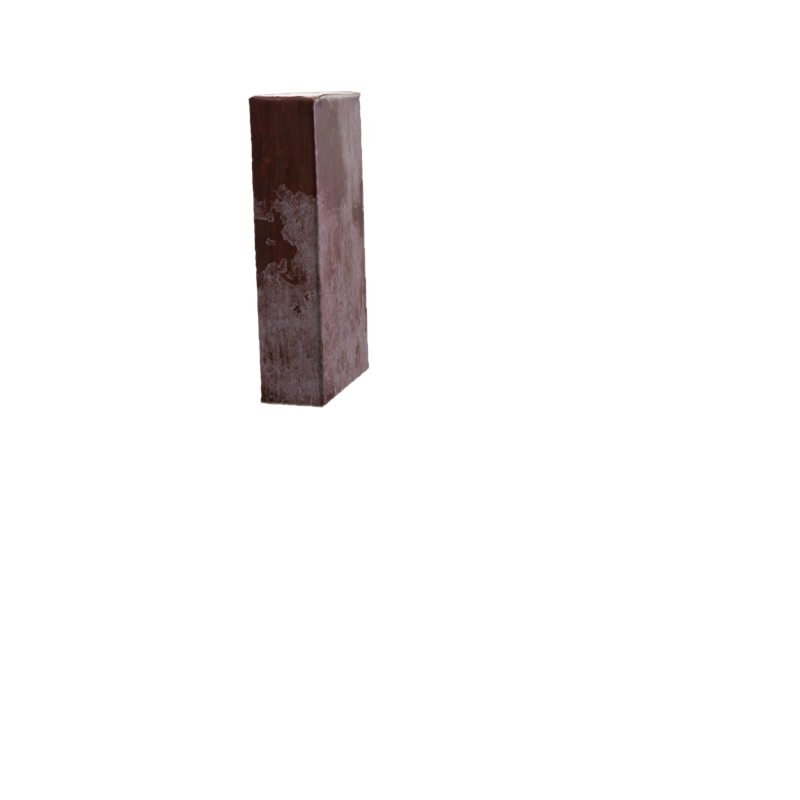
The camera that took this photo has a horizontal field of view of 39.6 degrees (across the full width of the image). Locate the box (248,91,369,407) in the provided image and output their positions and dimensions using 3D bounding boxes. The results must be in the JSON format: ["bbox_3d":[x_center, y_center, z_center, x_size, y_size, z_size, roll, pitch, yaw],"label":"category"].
[{"bbox_3d":[-0.051,-0.094,0.658,0.049,0.172,0.093,4,12,15],"label":"box"}]
